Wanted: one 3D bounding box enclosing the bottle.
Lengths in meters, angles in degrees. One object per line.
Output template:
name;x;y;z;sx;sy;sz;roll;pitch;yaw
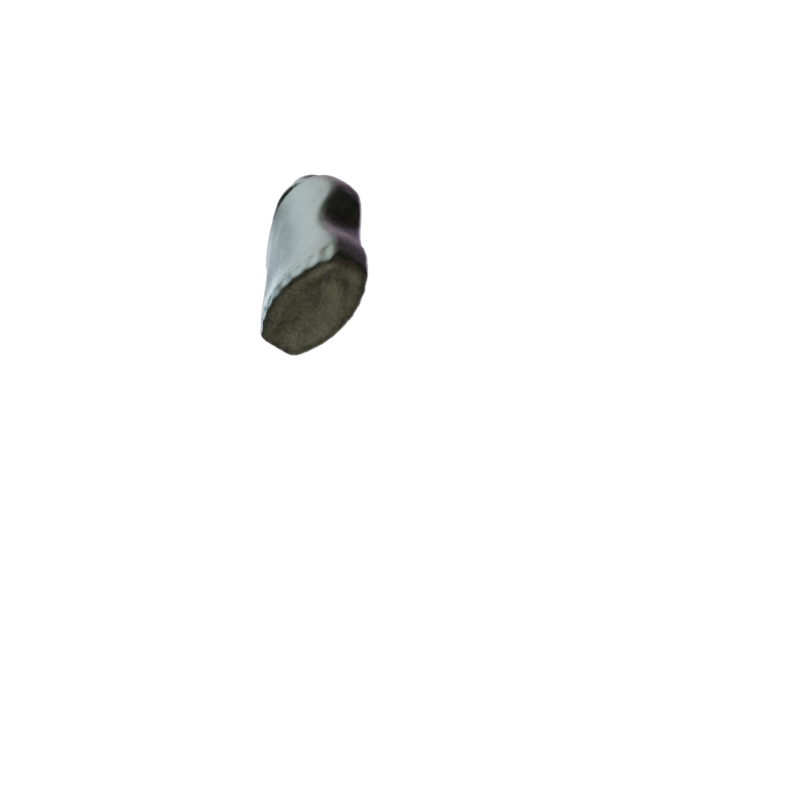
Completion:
bottle;-0.070;-0.127;0.888;0.056;0.094;0.205;30;30;-24
